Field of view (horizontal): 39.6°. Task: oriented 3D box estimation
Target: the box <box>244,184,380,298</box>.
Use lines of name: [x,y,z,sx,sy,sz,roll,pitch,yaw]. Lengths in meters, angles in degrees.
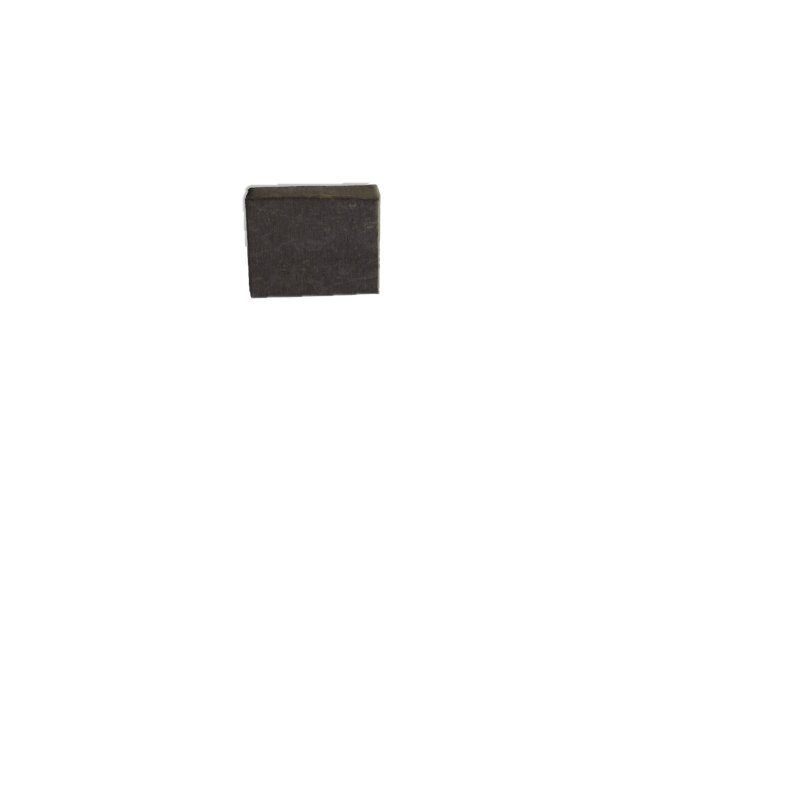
box: [-0.073,-0.134,0.936,0.113,0.086,0.041,0,23,0]
